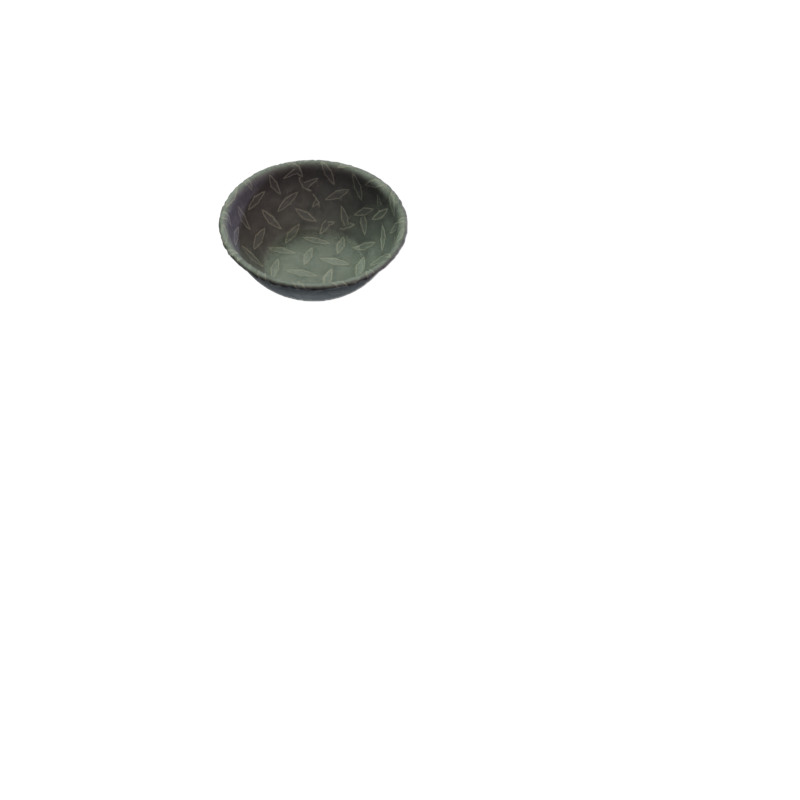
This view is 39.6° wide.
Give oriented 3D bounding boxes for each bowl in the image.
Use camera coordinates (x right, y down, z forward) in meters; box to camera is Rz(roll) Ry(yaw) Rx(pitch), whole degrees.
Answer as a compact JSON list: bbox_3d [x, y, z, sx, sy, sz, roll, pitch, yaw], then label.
[{"bbox_3d":[-0.076,-0.138,0.965,0.162,0.174,0.051,-1,-41,-1],"label":"bowl"}]
